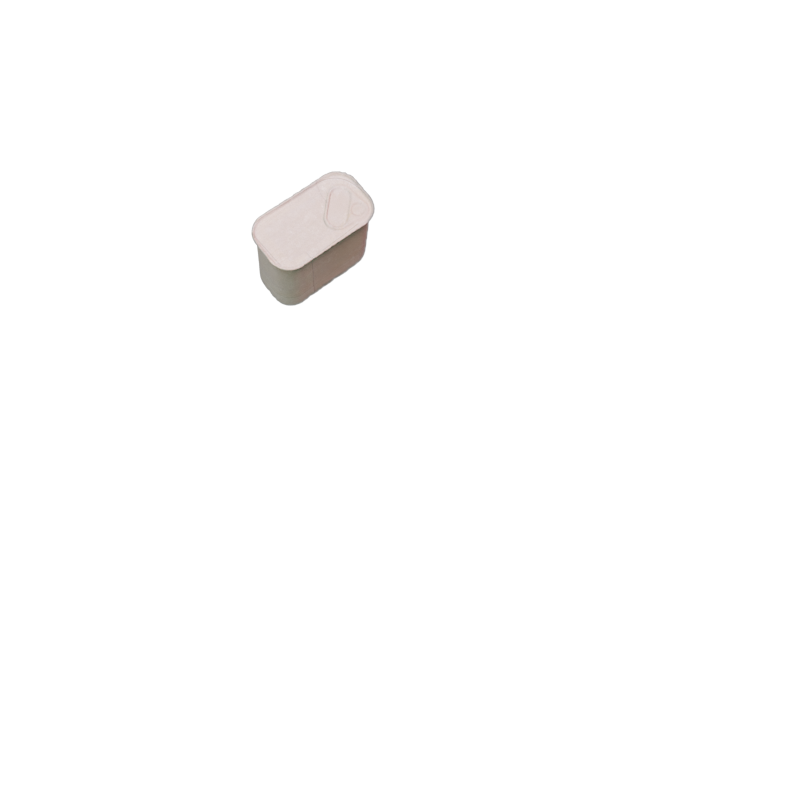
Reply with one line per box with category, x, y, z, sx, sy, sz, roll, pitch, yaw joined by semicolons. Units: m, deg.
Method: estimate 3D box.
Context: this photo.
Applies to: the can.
can;-0.074;-0.135;0.944;0.102;0.060;0.080;-36;-16;-15
